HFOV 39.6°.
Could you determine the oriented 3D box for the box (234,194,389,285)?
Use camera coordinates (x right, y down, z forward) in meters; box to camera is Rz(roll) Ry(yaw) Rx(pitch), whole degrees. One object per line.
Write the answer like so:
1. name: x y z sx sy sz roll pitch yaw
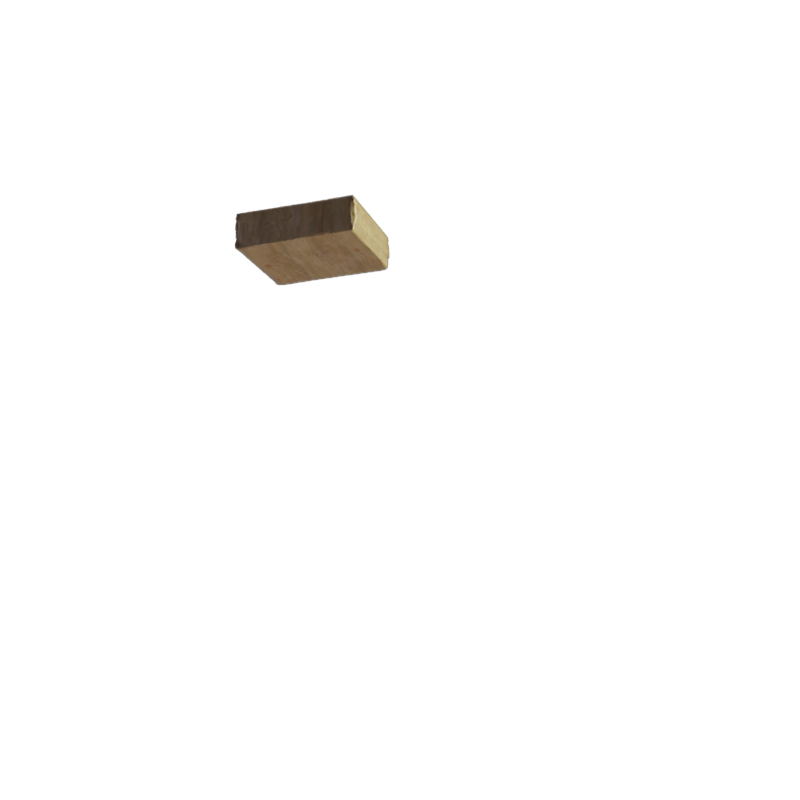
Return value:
1. box: -0.076 -0.139 0.975 0.115 0.041 0.084 -7 -21 19
